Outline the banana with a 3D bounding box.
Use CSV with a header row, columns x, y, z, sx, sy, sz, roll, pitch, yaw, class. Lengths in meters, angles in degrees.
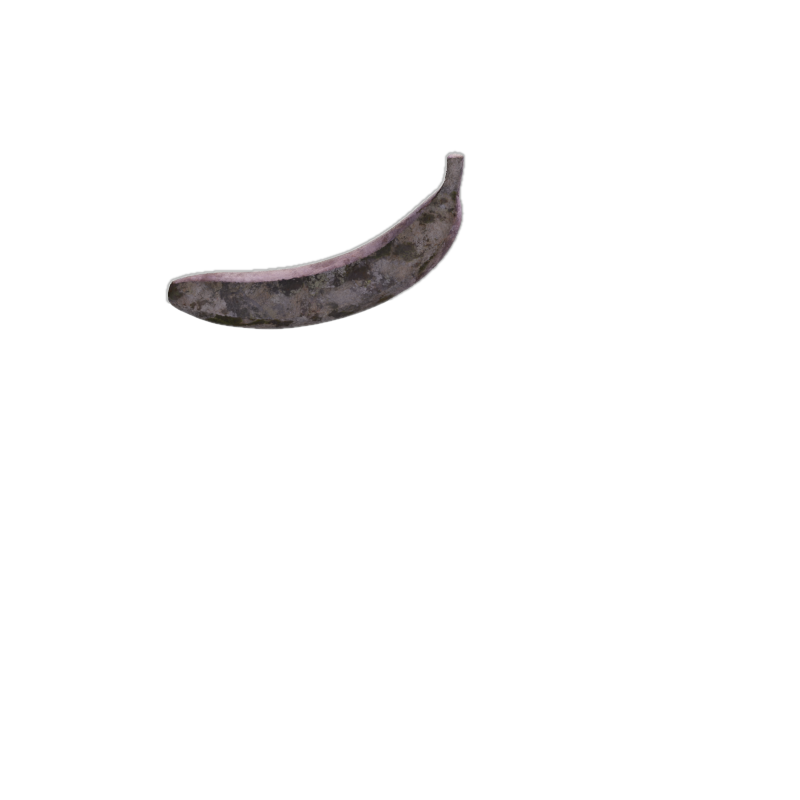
x,y,z,sx,sy,sz,roll,pitch,yaw,class
-0.041,-0.082,0.674,0.198,0.067,0.038,-24,15,6,banana
